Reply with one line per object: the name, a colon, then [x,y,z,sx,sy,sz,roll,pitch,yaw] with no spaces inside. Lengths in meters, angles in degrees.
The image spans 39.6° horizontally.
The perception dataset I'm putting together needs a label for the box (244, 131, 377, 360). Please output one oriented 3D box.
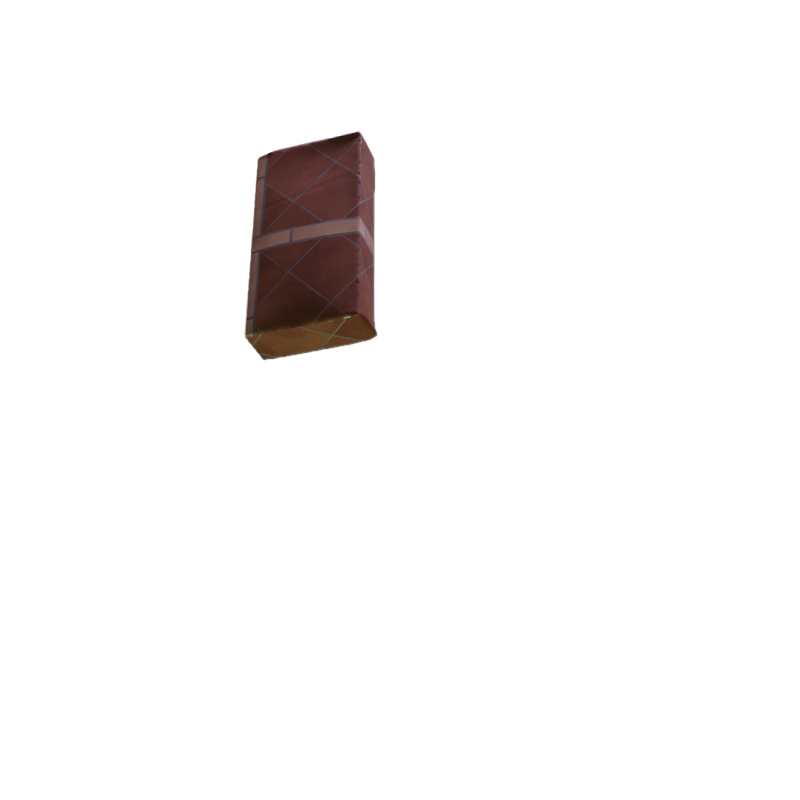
box: [-0.068,-0.123,0.860,0.094,0.188,0.044,-12,-33,15]
